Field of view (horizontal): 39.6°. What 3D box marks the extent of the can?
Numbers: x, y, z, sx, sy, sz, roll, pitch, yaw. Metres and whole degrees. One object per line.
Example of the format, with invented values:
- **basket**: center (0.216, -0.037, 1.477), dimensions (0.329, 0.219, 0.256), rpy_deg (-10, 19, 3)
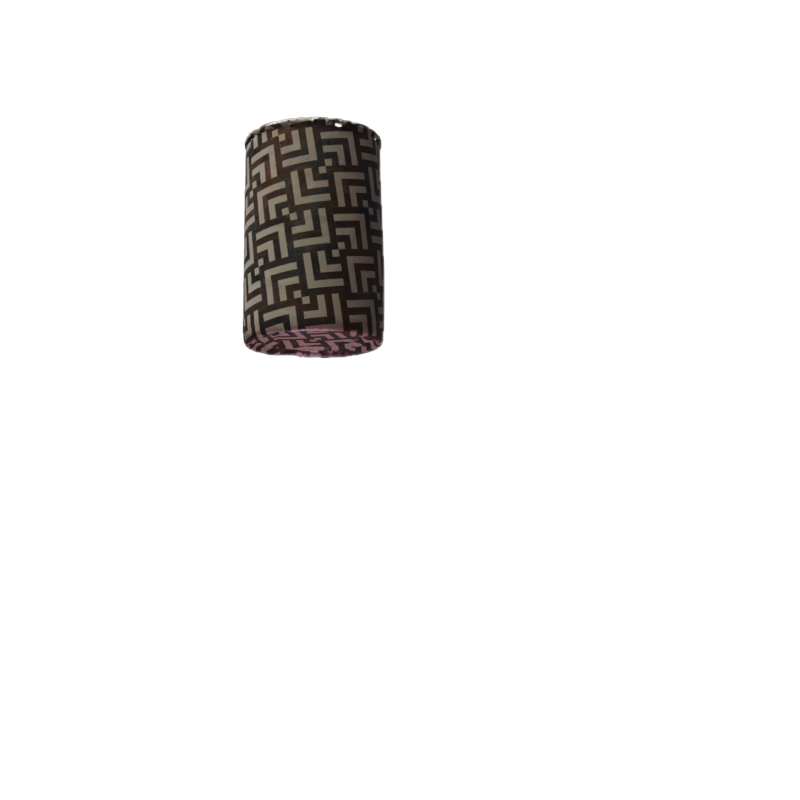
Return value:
- **can**: center (-0.042, -0.076, 0.534), dimensions (0.068, 0.106, 0.066), rpy_deg (0, -14, -2)
